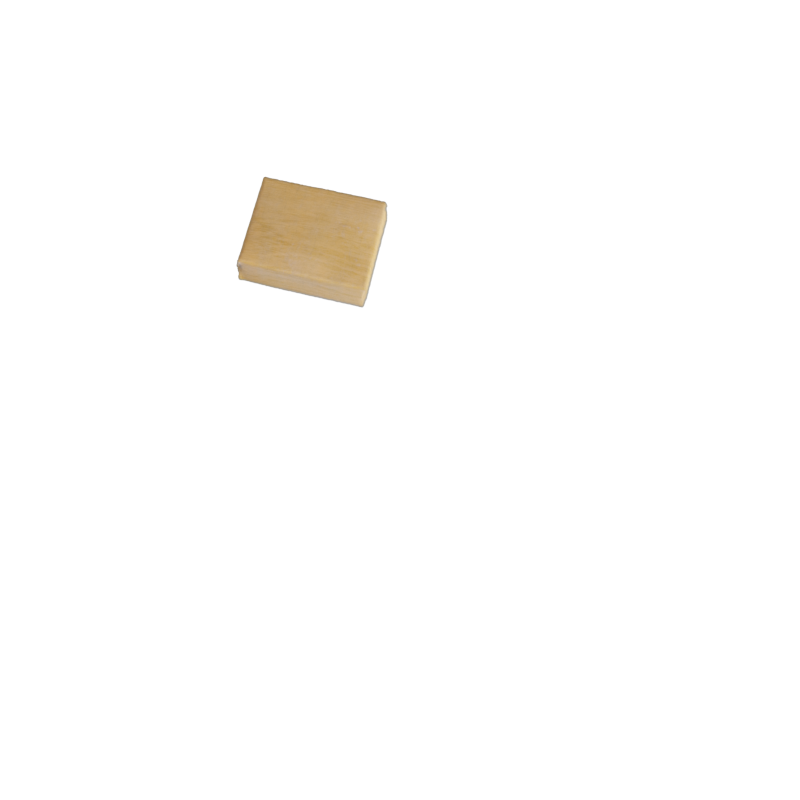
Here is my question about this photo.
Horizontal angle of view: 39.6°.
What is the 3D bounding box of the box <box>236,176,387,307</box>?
[{"bbox_3d":[-0.074,-0.135,0.948,0.115,0.095,0.036,11,-30,6],"label":"box"}]
